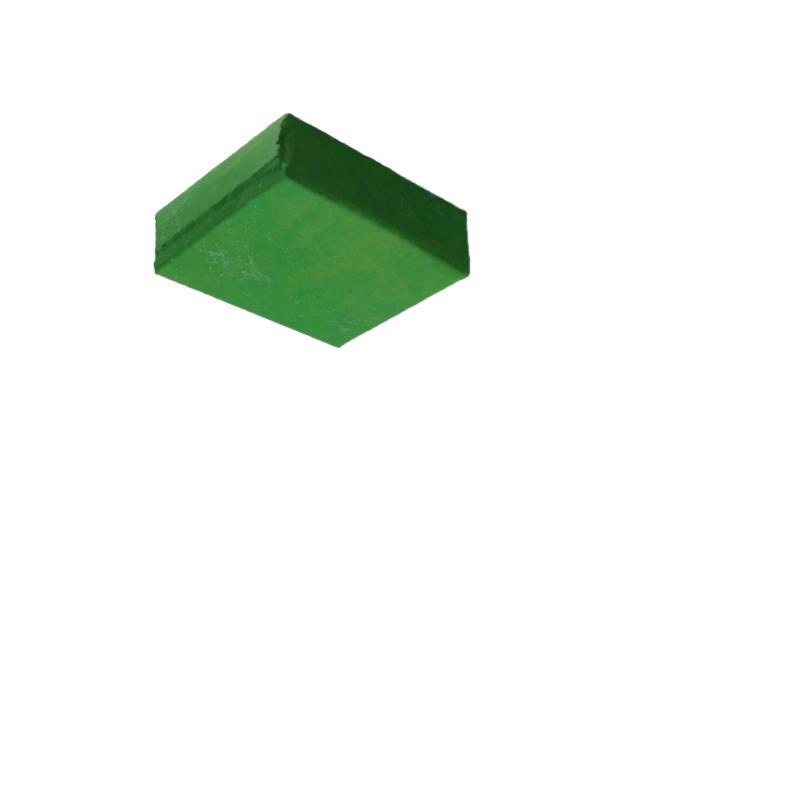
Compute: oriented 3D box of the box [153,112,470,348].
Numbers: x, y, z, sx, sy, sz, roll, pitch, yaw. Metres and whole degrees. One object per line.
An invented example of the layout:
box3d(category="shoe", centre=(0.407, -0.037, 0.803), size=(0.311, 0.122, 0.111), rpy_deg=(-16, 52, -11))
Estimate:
box3d(category="box", centre=(-0.038, -0.070, 0.488), size=(0.106, 0.041, 0.090), rpy_deg=(25, -38, -37))
